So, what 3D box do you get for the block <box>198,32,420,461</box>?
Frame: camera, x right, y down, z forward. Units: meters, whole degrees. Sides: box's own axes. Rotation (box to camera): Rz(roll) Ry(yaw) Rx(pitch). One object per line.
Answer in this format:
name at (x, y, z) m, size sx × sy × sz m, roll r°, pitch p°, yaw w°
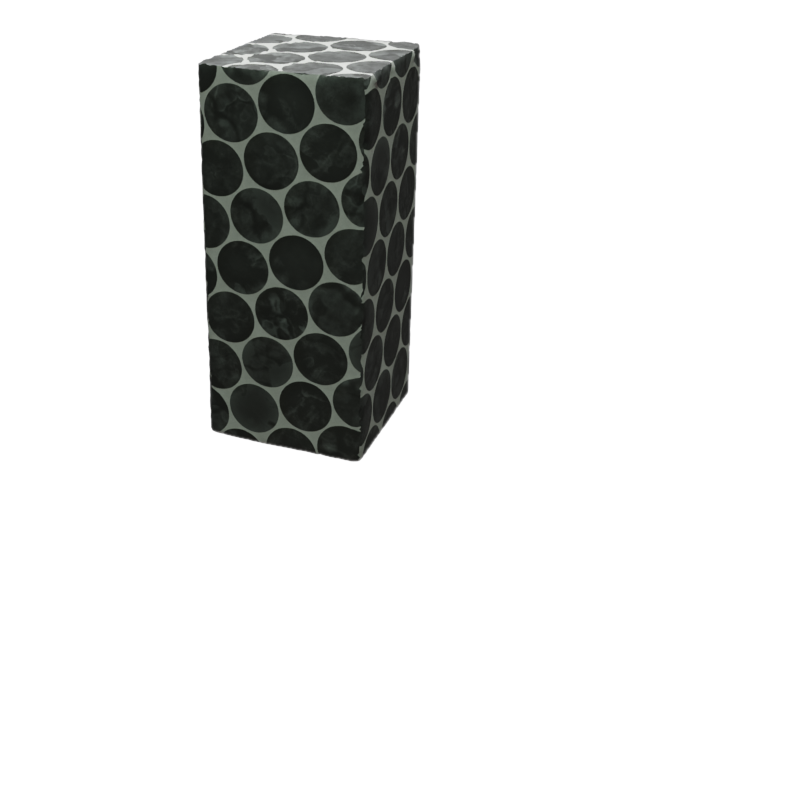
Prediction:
block at (-0.046, -0.085, 0.598) m, size 0.093 × 0.196 × 0.092 m, roll 9°, pitch 24°, yaw 18°
